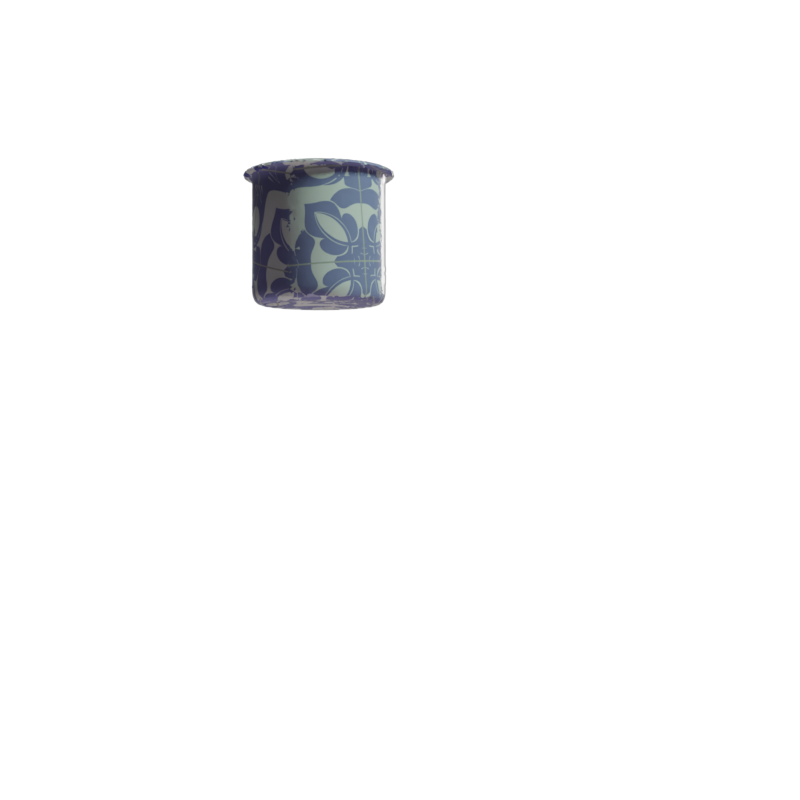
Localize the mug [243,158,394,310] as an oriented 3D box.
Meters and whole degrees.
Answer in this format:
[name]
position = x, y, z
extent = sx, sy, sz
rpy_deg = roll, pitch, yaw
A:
[mug]
position = -0.054, -0.098, 0.690
extent = 0.091, 0.083, 0.118
rpy_deg = 1, -3, -20
